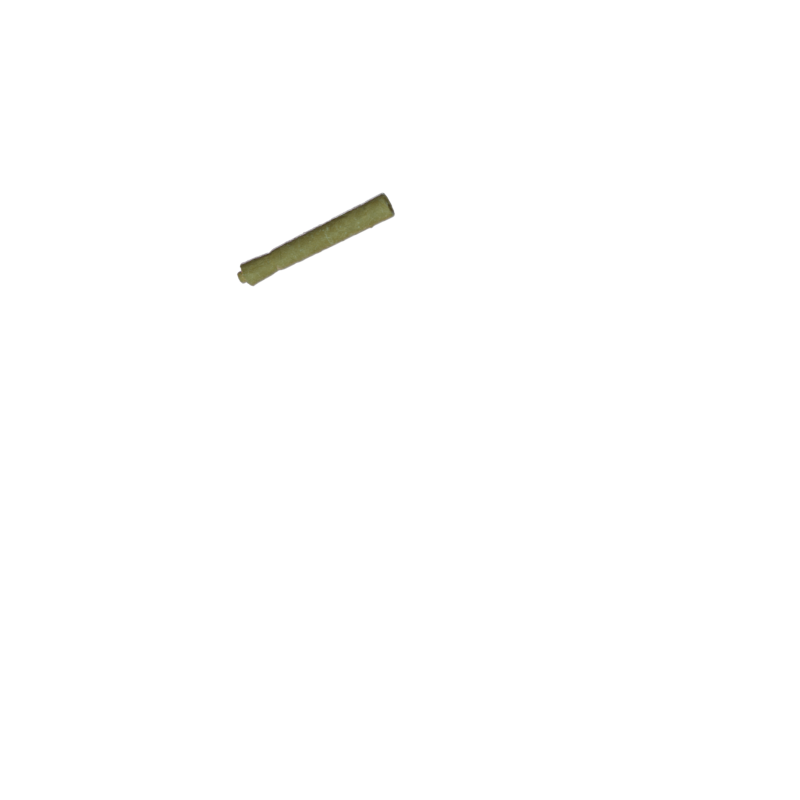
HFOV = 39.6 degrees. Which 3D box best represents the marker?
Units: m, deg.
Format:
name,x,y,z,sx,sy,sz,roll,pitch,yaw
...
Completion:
name,x,y,z,sx,sy,sz,roll,pitch,yaw
marker,-0.061,-0.112,0.784,0.121,0.020,0.019,-25,-2,13
